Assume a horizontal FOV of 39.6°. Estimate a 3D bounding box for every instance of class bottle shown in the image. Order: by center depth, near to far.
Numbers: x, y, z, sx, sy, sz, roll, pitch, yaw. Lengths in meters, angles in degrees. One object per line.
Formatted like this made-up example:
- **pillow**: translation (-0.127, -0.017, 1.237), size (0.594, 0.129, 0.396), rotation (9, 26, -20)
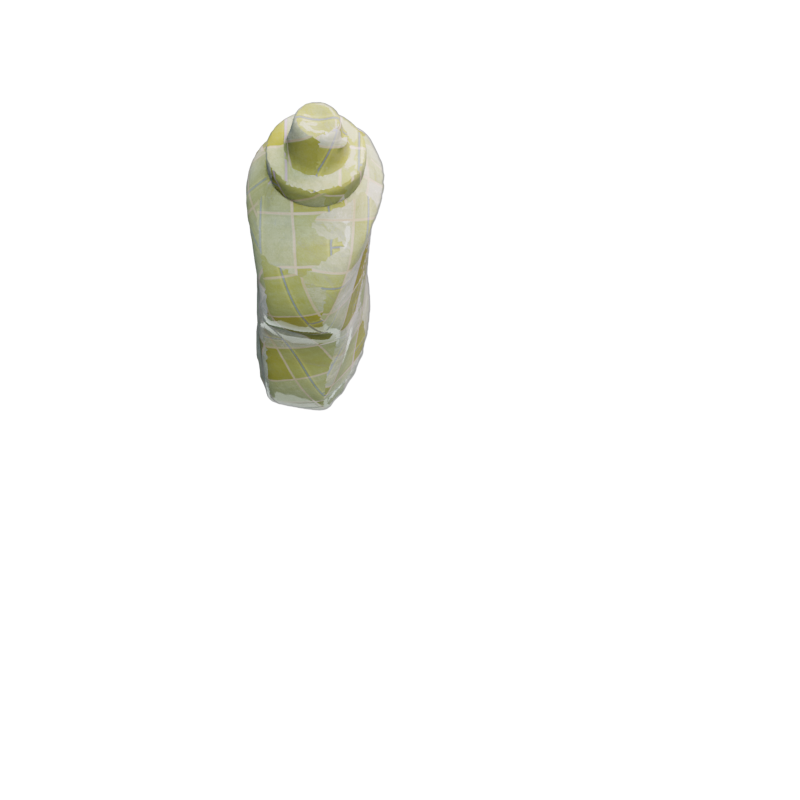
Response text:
- **bottle**: translation (-0.039, -0.073, 0.510), size (0.059, 0.101, 0.181), rotation (11, -25, 1)
